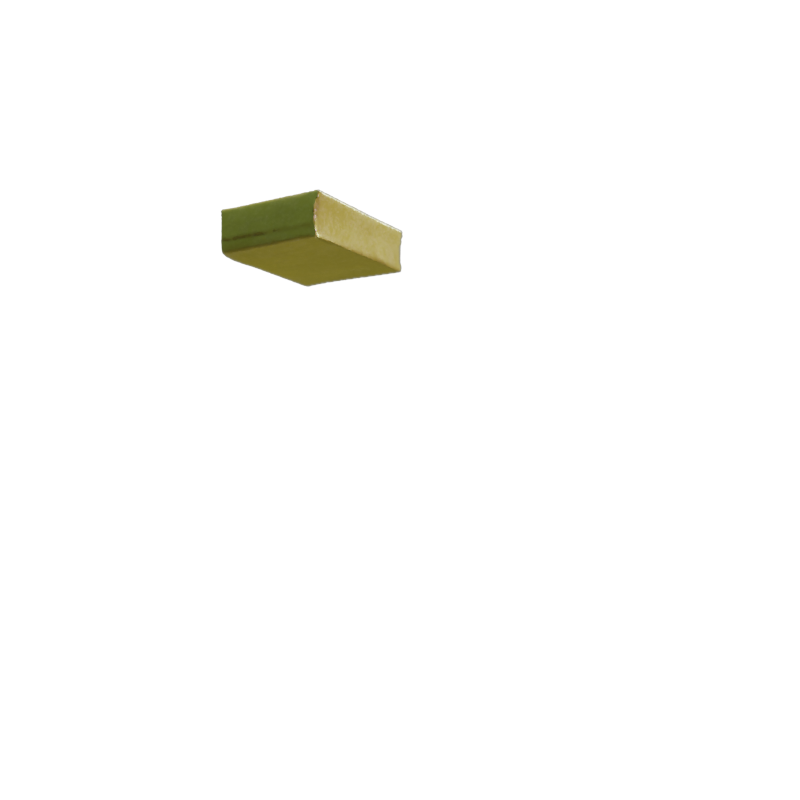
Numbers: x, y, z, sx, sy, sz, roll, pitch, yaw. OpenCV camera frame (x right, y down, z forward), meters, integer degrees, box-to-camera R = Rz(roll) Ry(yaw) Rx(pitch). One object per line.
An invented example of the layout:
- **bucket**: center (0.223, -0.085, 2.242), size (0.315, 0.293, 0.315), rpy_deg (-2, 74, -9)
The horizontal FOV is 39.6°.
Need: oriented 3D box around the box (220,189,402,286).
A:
- **box**: center (-0.064, -0.117, 0.822), size (0.092, 0.040, 0.107), rpy_deg (-6, -11, 33)
